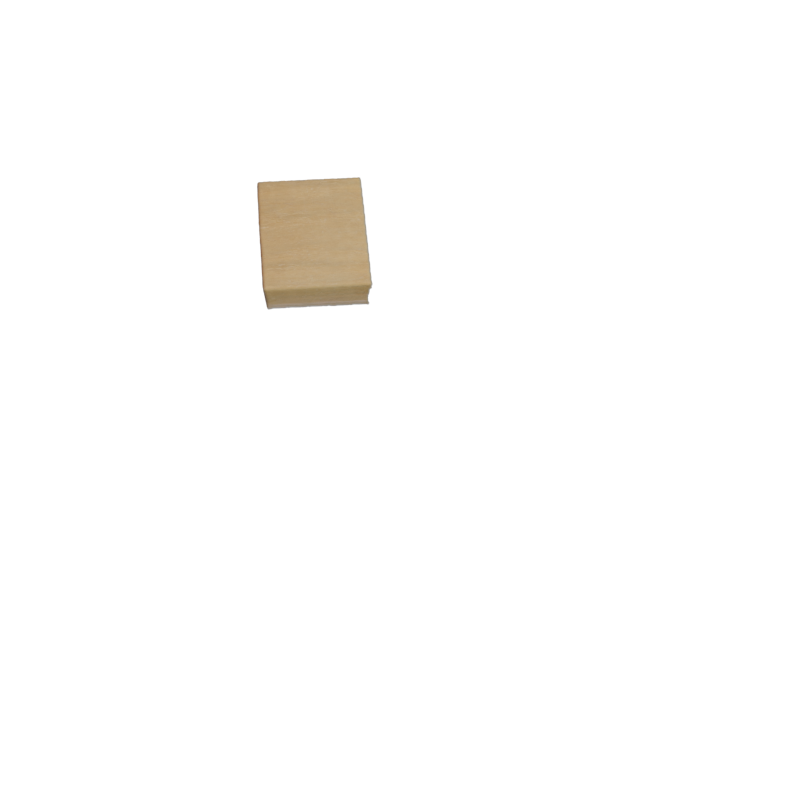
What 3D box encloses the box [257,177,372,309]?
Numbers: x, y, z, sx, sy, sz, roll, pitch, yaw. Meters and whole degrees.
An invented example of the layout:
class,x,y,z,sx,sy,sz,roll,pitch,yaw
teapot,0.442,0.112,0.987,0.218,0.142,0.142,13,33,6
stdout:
class,x,y,z,sx,sy,sz,roll,pitch,yaw
box,-0.073,-0.134,0.936,0.089,0.121,0.037,-4,-29,-3
